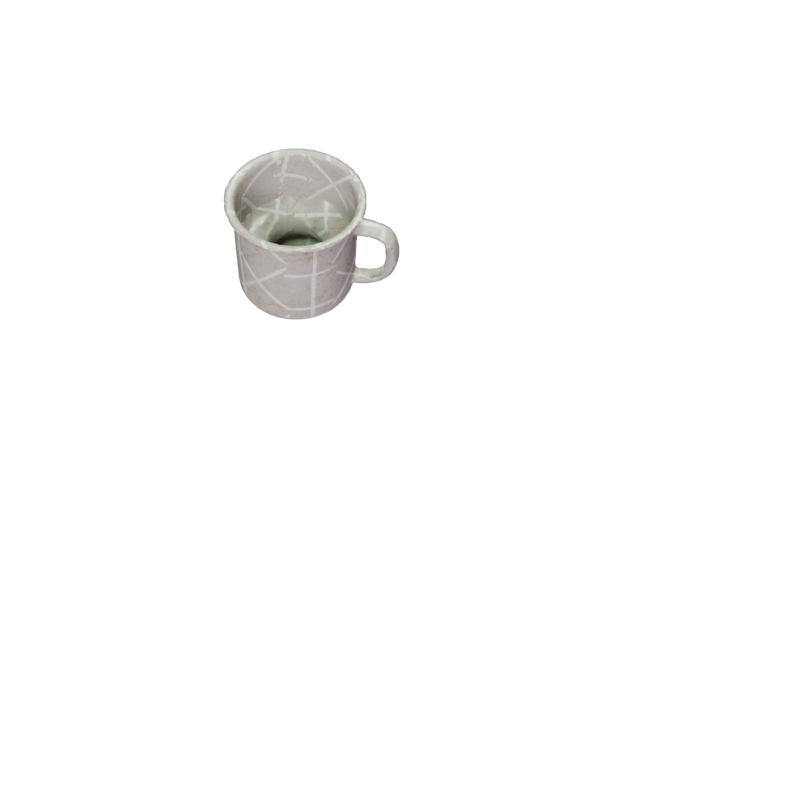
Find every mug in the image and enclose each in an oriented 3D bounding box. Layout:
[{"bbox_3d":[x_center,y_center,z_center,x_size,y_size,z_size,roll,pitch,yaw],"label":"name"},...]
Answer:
[{"bbox_3d":[-0.058,-0.106,0.745,0.118,0.099,0.076,9,-37,6],"label":"mug"}]
